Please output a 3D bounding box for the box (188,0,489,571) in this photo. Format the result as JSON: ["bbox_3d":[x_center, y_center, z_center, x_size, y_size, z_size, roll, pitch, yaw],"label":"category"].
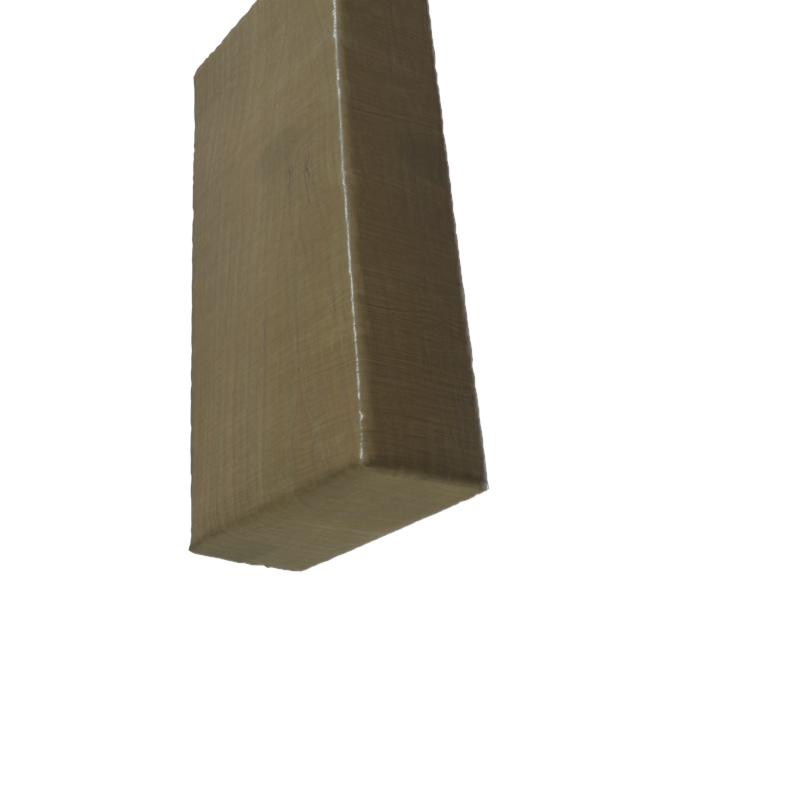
[{"bbox_3d":[-0.026,-0.048,0.336,0.046,0.187,0.092,18,-34,-32],"label":"box"}]
